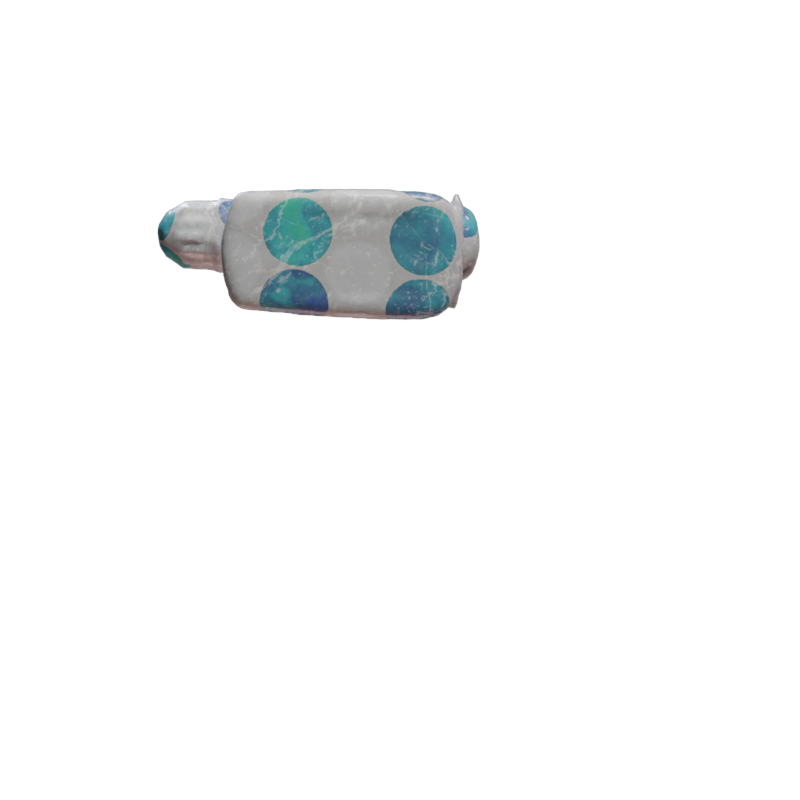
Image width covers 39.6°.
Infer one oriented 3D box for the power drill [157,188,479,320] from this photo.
[{"bbox_3d":[-0.045,-0.081,0.571,0.185,0.056,0.191,0,11,0],"label":"power drill"}]
